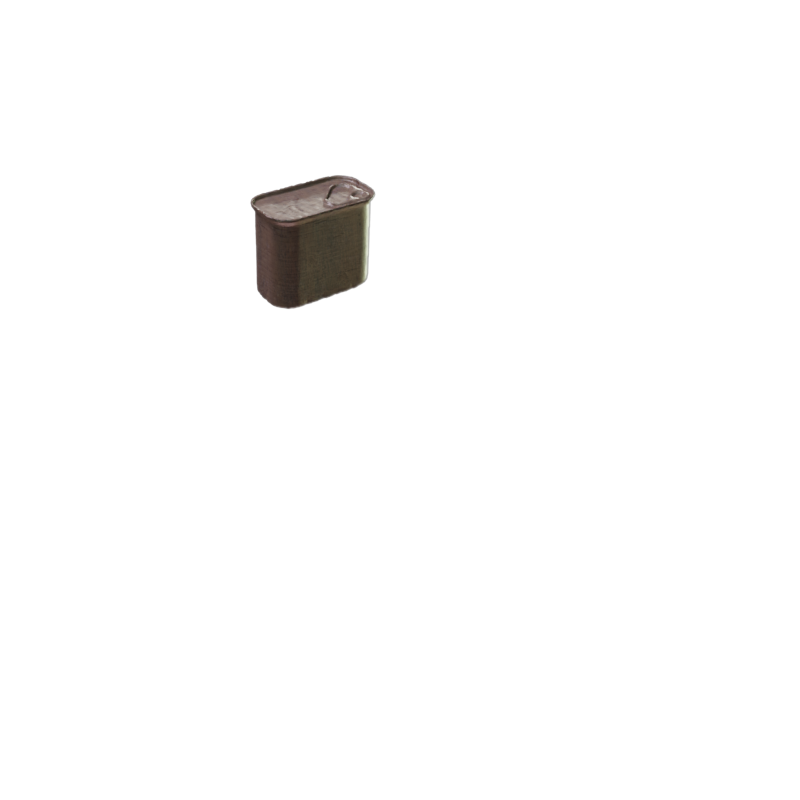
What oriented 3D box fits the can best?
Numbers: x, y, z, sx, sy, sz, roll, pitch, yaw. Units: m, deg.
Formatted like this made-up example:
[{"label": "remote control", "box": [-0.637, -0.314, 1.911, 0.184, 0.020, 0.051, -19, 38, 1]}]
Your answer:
[{"label": "can", "box": [-0.072, -0.132, 0.924, 0.101, 0.079, 0.062, -20, 37, -31]}]
